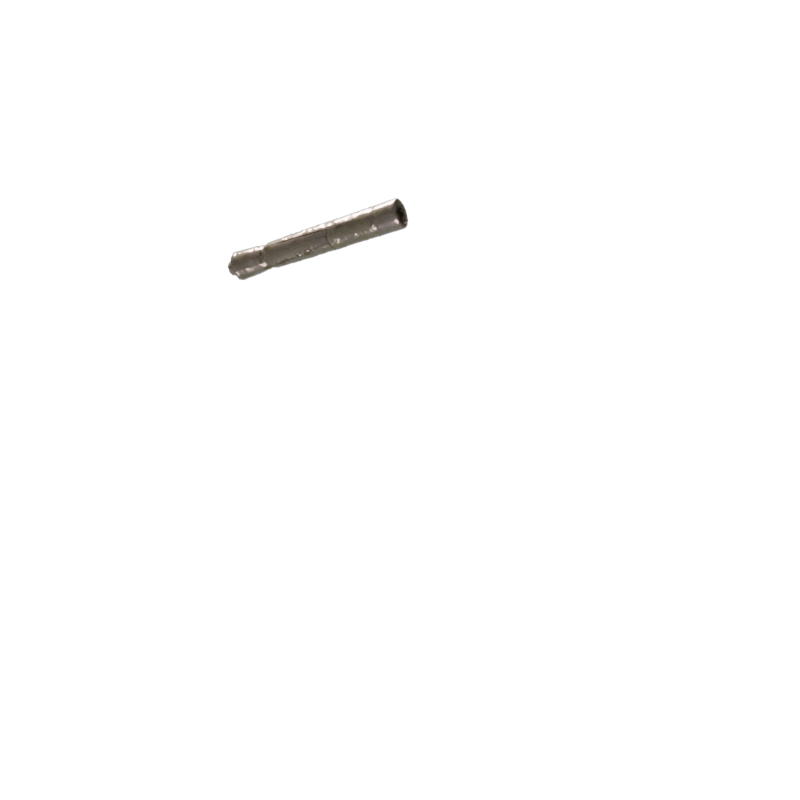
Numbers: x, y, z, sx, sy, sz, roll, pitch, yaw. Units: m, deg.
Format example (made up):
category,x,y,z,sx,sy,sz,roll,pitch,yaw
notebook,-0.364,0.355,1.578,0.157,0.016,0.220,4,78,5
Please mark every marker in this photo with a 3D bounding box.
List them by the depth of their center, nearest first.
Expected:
category,x,y,z,sx,sy,sz,roll,pitch,yaw
marker,-0.053,-0.097,0.678,0.122,0.020,0.019,-14,-2,25
